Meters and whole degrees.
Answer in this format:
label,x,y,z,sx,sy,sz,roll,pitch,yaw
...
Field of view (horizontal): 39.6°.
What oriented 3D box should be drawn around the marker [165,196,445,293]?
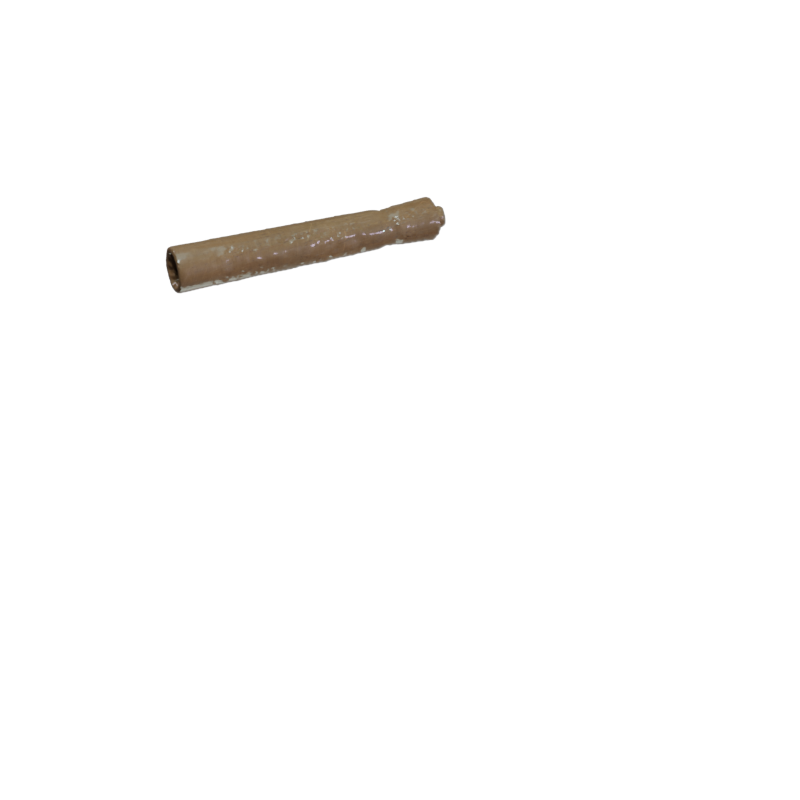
label,x,y,z,sx,sy,sz,roll,pitch,yaw
marker,-0.036,-0.065,0.455,0.119,0.019,0.020,-15,10,-22
